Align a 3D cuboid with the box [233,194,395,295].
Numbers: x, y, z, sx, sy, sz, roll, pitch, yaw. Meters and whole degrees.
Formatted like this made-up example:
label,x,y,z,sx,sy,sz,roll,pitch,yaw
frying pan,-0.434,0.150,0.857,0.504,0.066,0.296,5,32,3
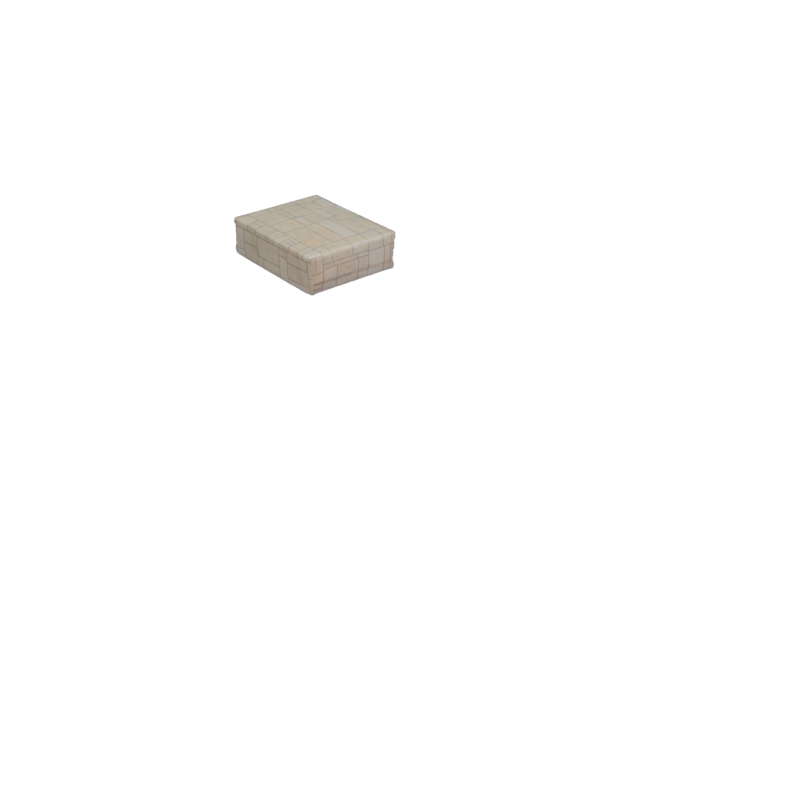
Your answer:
label,x,y,z,sx,sy,sz,roll,pitch,yaw
box,-0.074,-0.134,0.938,0.089,0.037,0.122,-22,38,-32
